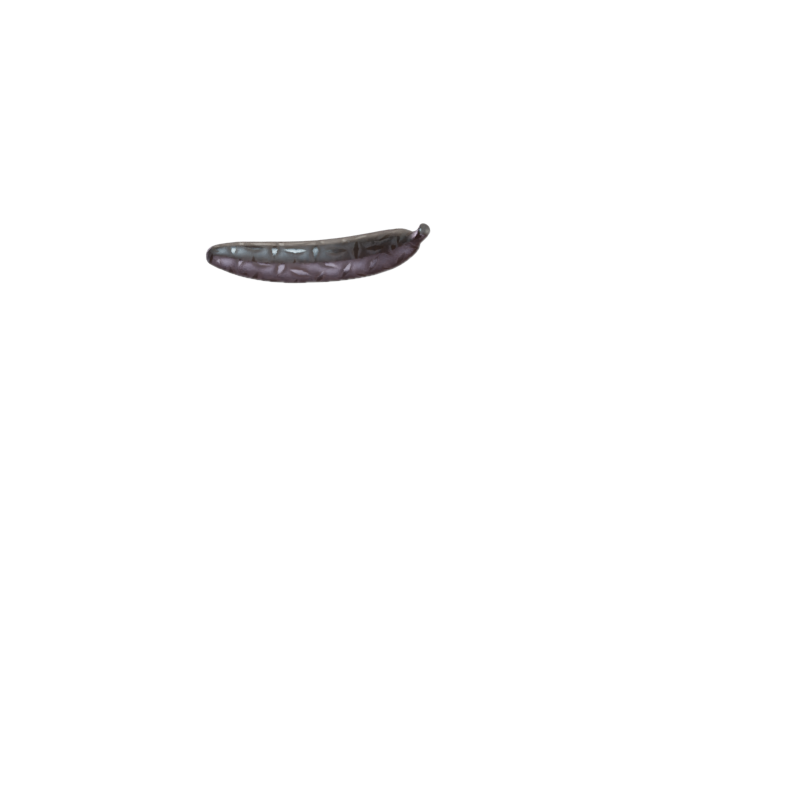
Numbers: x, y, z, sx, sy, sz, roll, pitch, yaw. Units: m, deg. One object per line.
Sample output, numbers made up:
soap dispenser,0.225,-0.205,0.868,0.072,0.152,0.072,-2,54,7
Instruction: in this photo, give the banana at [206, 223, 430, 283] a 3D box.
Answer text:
banana,-0.067,-0.129,0.970,0.200,0.039,0.064,-6,-29,12
